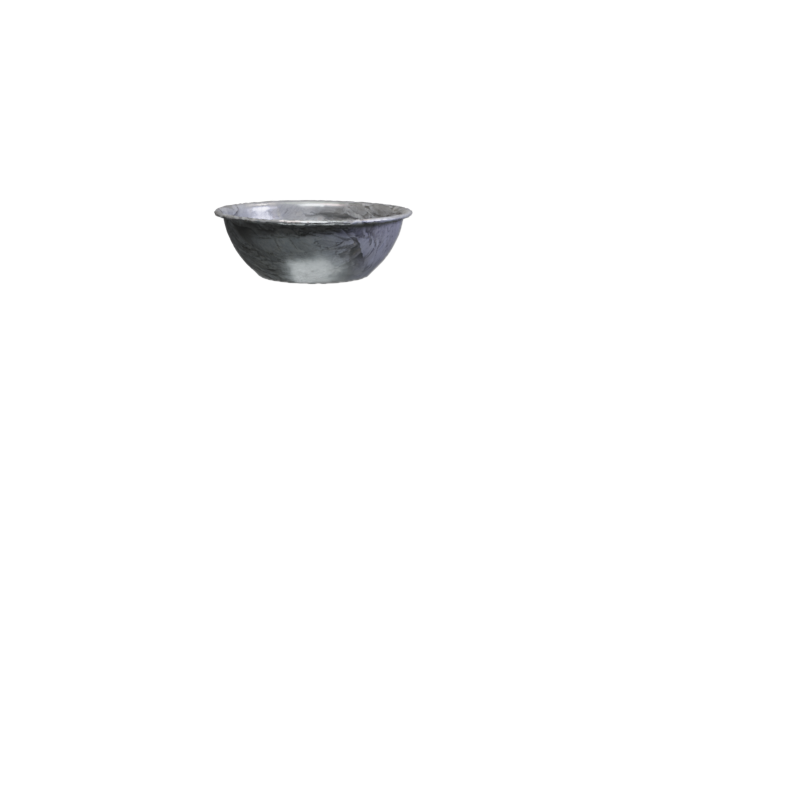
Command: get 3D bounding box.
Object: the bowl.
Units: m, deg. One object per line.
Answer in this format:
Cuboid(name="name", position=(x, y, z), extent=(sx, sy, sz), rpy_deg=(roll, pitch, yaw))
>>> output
Cuboid(name="bowl", position=(-0.071, -0.130, 0.908), extent=(0.162, 0.053, 0.167), rpy_deg=(0, 15, -2))
